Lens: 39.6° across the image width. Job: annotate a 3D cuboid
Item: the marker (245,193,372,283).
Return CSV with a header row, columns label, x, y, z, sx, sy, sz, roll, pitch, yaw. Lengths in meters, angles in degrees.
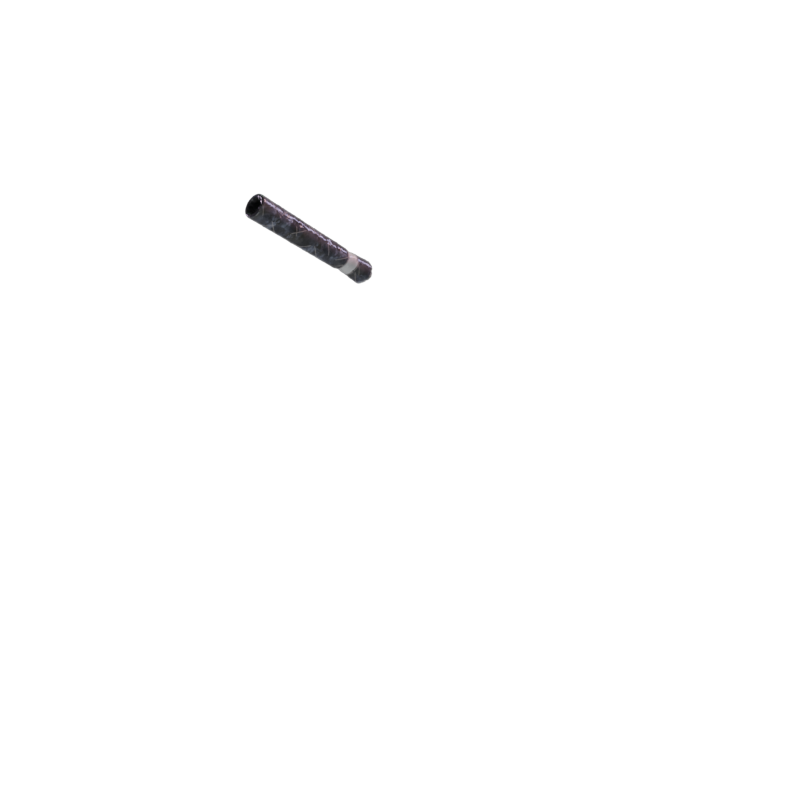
label,x,y,z,sx,sy,sz,roll,pitch,yaw
marker,-0.063,-0.115,0.805,0.113,0.020,0.021,28,-16,-39
